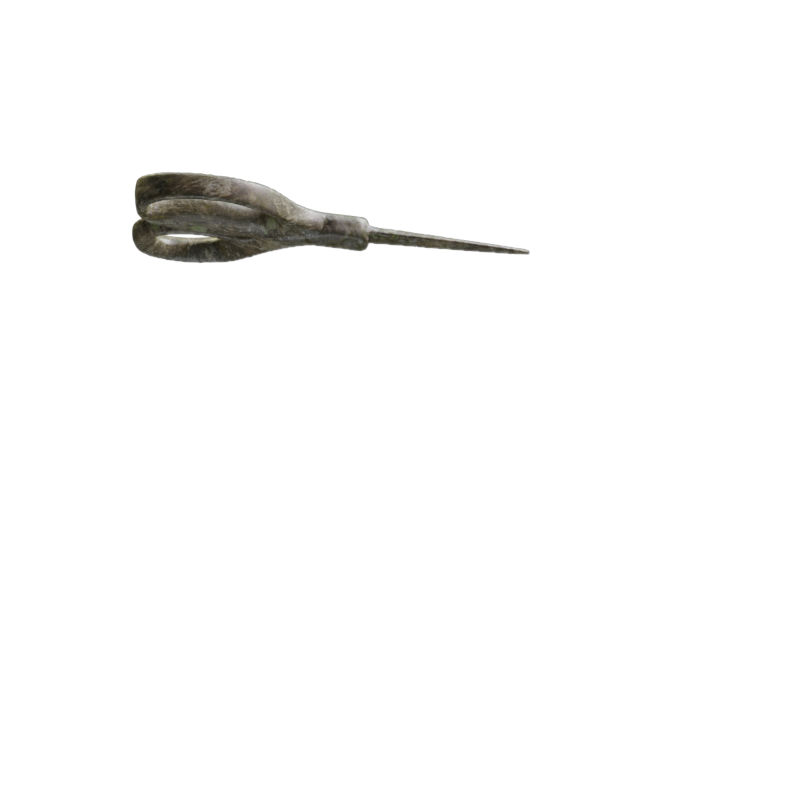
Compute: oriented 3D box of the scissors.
[{"bbox_3d":[-0.043,-0.078,0.545,0.192,0.016,0.097,8,-15,-34],"label":"scissors"}]
